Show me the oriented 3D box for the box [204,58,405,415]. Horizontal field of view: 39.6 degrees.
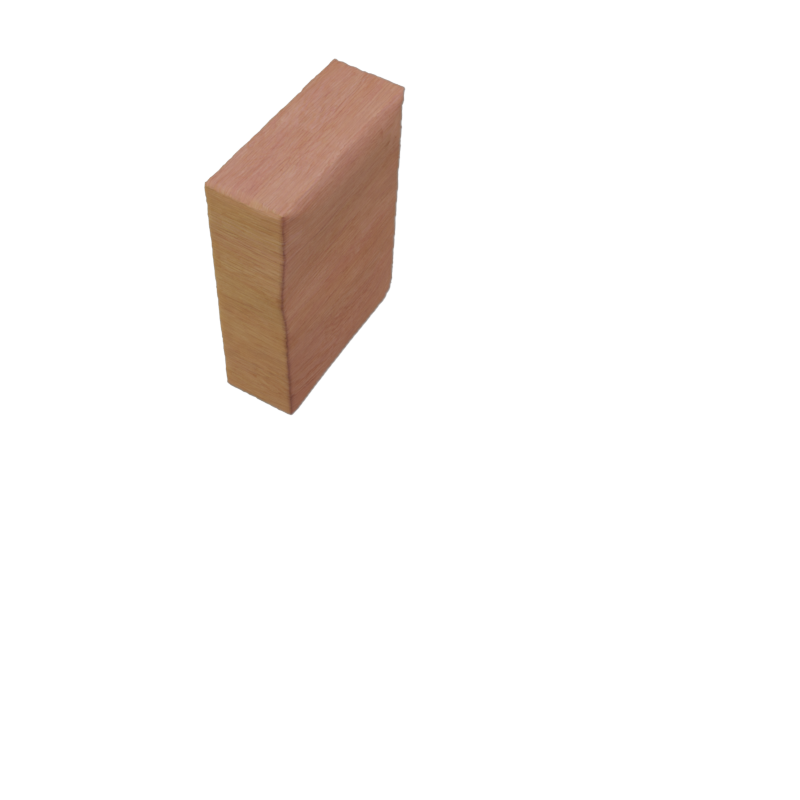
[{"bbox_3d":[-0.065,-0.118,0.828,0.075,0.169,0.199,24,-37,16],"label":"box"}]
